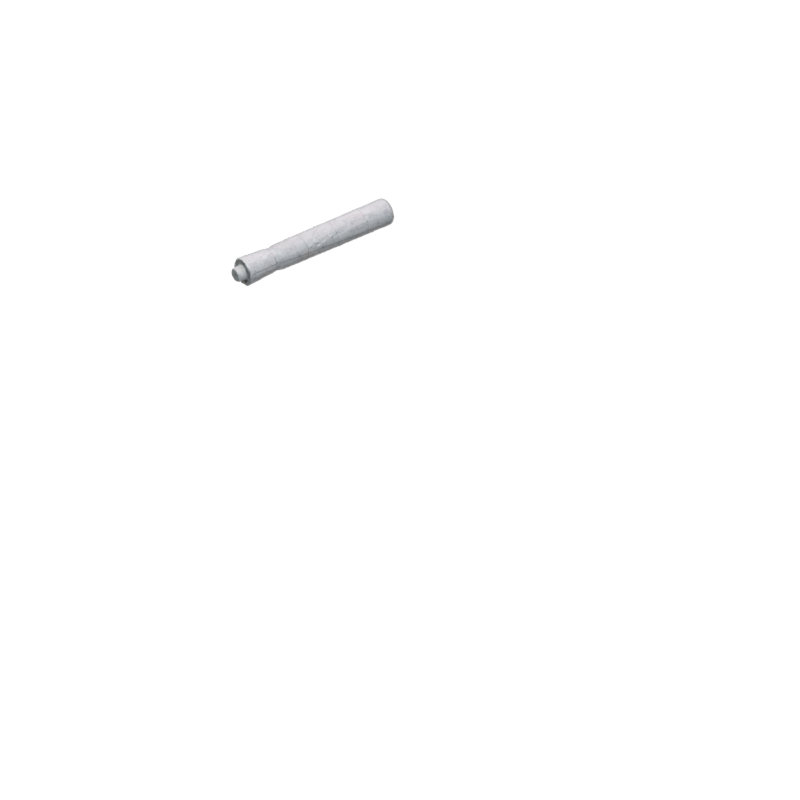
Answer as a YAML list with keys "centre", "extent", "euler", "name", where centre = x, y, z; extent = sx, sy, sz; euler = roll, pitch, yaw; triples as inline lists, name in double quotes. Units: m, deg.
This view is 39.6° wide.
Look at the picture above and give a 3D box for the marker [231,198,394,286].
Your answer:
- centre: [-0.056, -0.102, 0.715]
  extent: [0.120, 0.019, 0.021]
  euler: [-28, 18, -29]
  name: "marker"
